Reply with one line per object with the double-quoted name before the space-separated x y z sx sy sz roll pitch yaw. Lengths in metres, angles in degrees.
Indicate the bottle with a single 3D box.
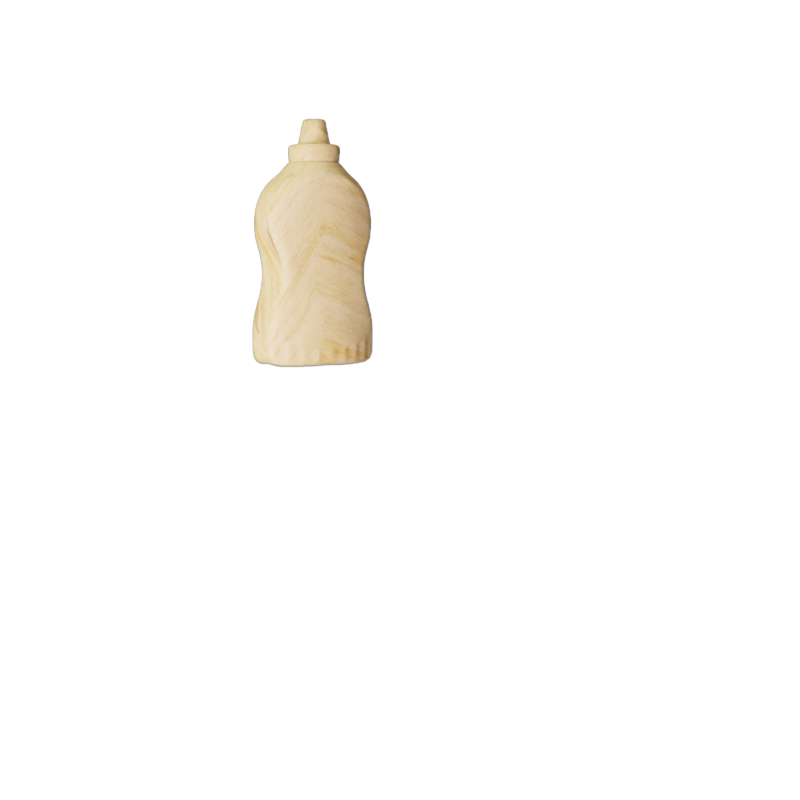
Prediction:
"bottle" -0.068 -0.124 0.871 0.093 0.192 0.060 0 0 -30
